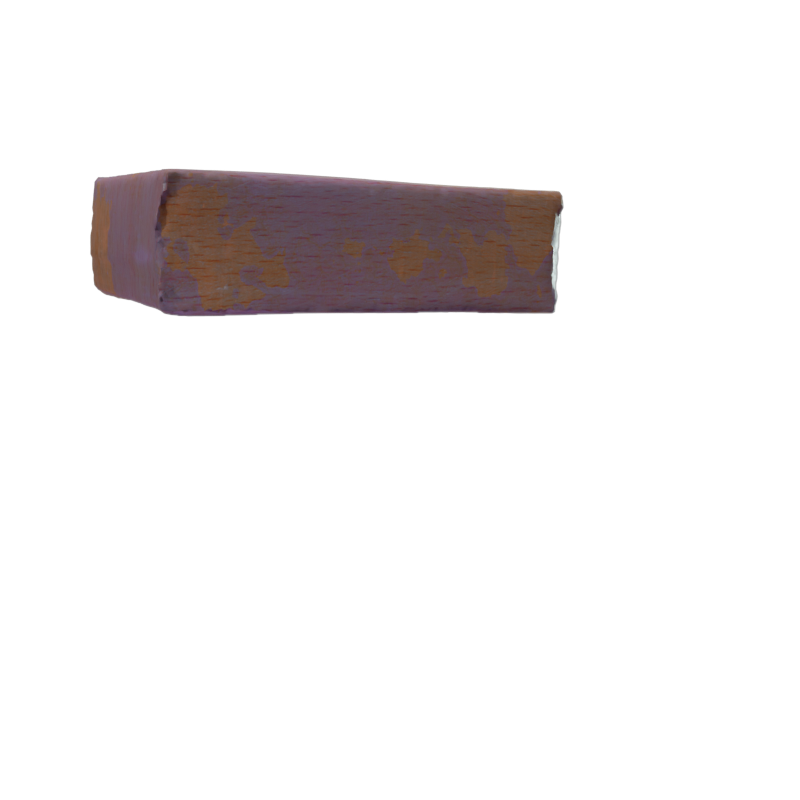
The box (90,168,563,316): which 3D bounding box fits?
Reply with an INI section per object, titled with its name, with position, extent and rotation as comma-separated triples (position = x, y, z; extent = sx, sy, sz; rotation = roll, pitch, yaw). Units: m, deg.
[box]
position = -0.025, -0.045, 0.318
extent = 0.110, 0.038, 0.093
rotation = -3, 8, -24
